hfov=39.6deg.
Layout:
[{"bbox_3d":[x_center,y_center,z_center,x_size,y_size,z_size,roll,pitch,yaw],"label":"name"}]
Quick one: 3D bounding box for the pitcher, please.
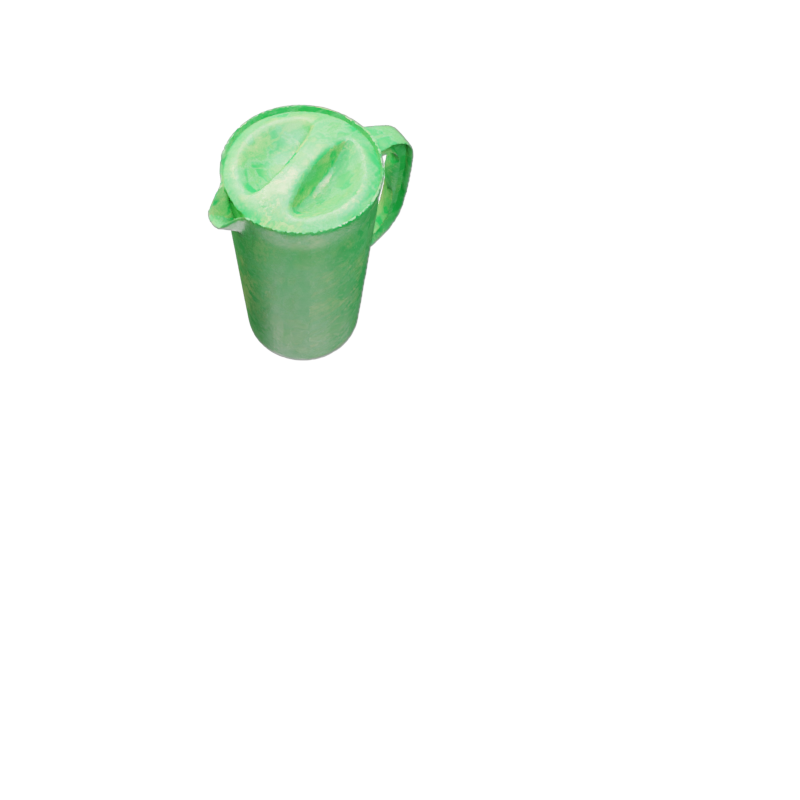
[{"bbox_3d":[-0.077,-0.141,0.988,0.151,0.153,0.228,12,-29,4],"label":"pitcher"}]
